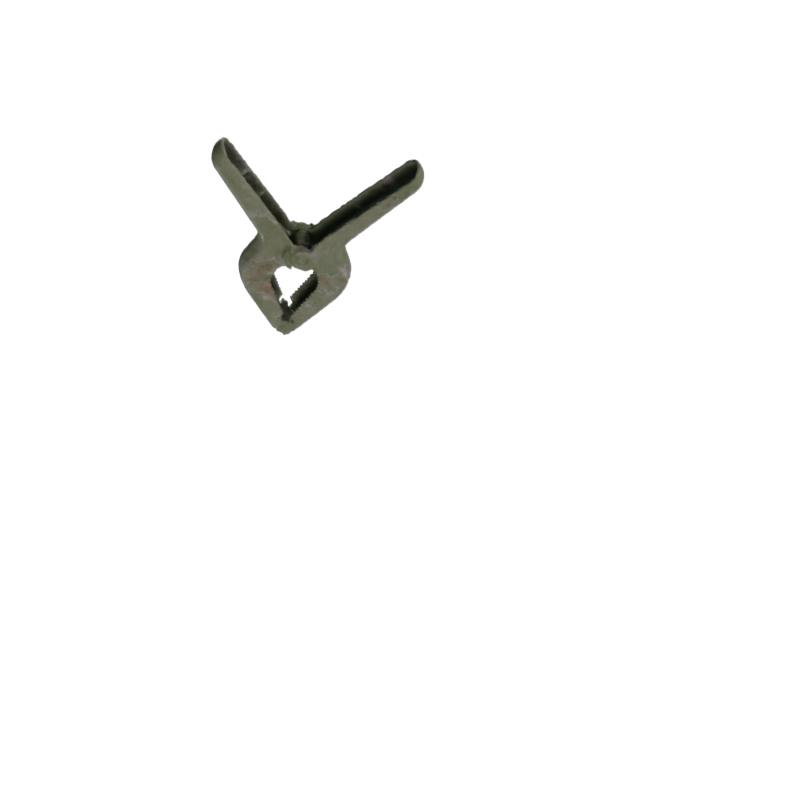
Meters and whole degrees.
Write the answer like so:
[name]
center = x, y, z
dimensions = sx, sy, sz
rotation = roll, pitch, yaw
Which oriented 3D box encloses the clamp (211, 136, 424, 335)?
[clamp]
center = -0.071, -0.130, 0.912
dimensions = 0.164, 0.039, 0.196
rotation = 3, -40, -4
